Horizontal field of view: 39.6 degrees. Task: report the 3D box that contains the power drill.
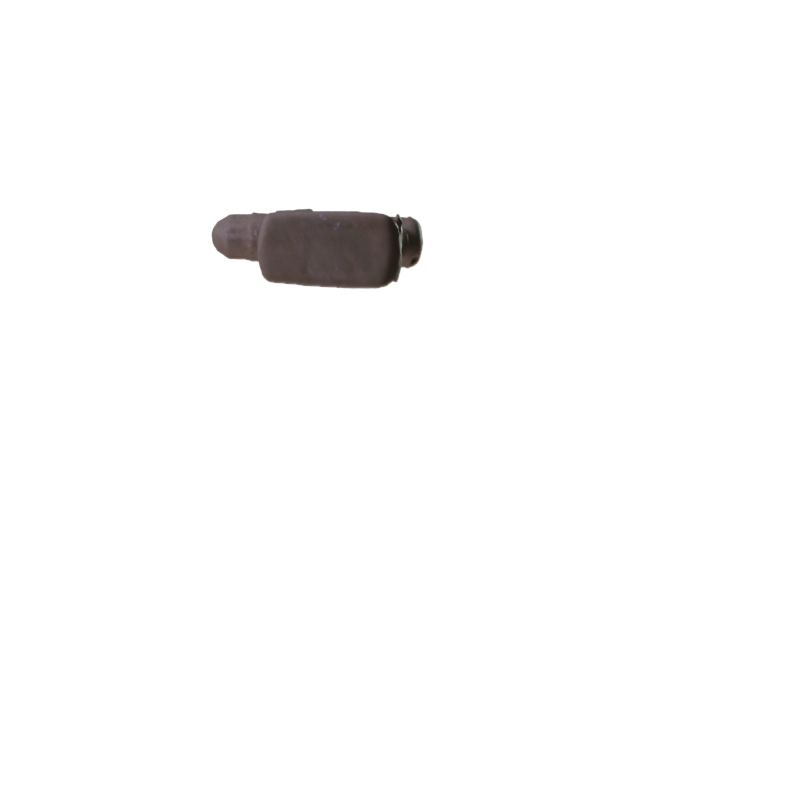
[{"bbox_3d":[-0.071,-0.129,0.901,0.185,0.056,0.191,0,11,0],"label":"power drill"}]
